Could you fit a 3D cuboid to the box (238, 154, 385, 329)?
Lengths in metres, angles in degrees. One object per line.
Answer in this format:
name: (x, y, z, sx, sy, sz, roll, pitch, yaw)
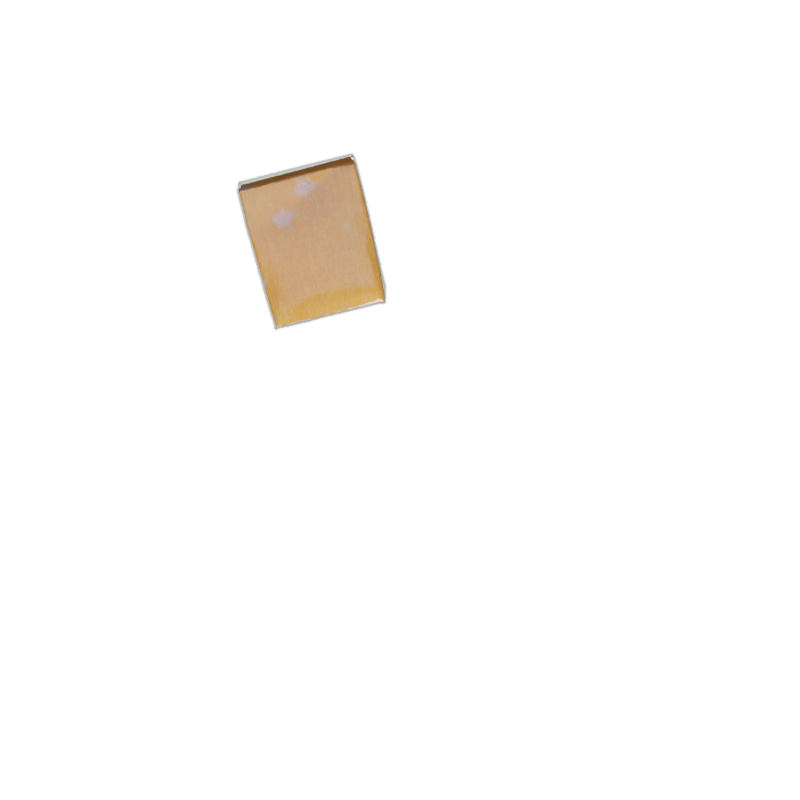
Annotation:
box: (-0.065, -0.118, 0.828, 0.090, 0.110, 0.040, -13, 11, 2)
